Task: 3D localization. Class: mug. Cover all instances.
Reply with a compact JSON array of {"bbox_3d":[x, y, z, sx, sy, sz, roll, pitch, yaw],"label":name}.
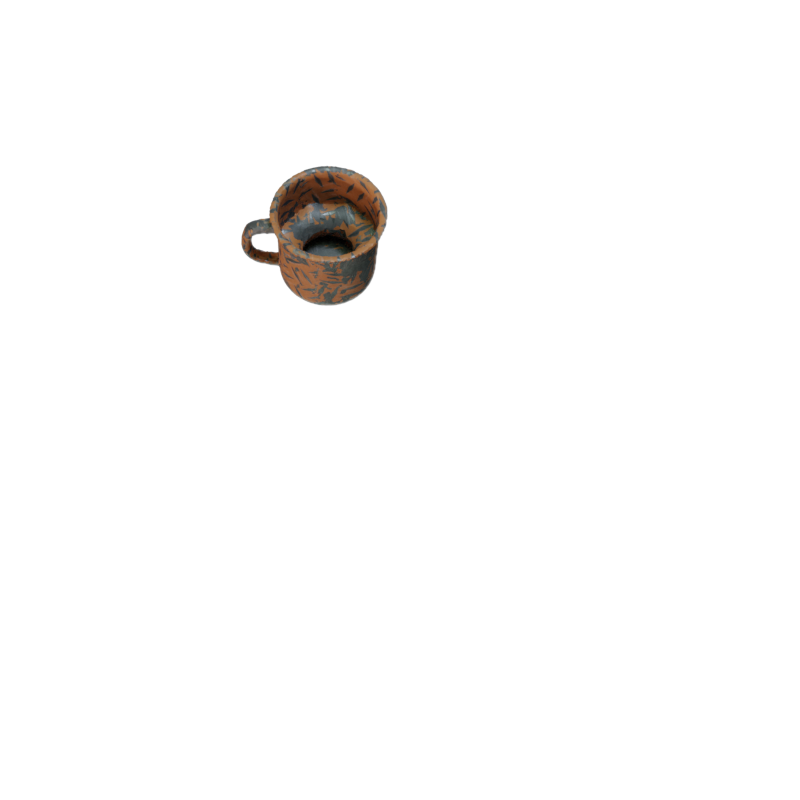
[{"bbox_3d":[-0.071,-0.129,0.905,0.117,0.100,0.076,-5,-30,-4],"label":"mug"}]
